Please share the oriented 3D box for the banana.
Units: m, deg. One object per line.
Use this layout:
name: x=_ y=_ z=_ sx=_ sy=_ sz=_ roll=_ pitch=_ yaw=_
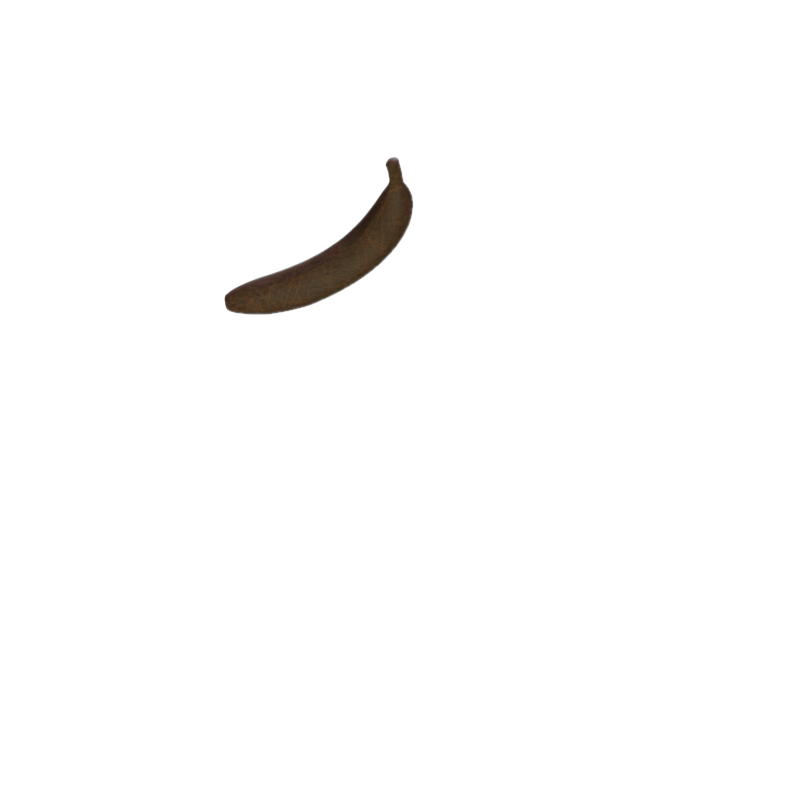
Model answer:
banana: x=-0.057 y=-0.122 z=0.923 sx=0.196 sy=0.066 sz=0.039 roll=-38 pitch=24 yaw=18
